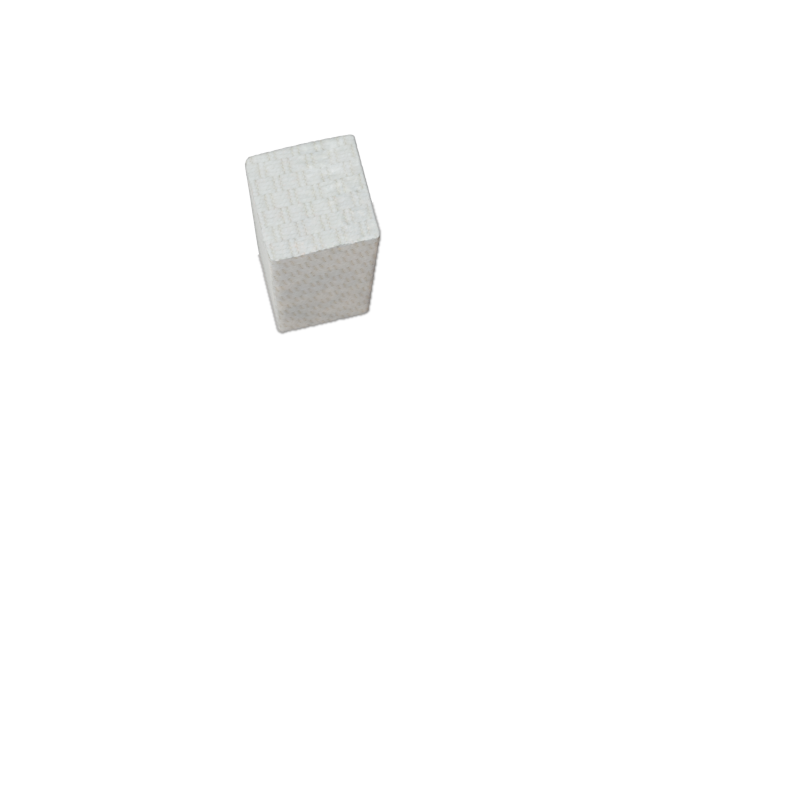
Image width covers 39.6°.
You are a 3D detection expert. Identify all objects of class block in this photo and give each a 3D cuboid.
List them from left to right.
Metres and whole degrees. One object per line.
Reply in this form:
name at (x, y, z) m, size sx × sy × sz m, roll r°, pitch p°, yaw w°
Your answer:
block at (-0.074, -0.135, 0.942) m, size 0.090 × 0.094 × 0.199 m, roll -13°, pitch -12°, yaw -7°
